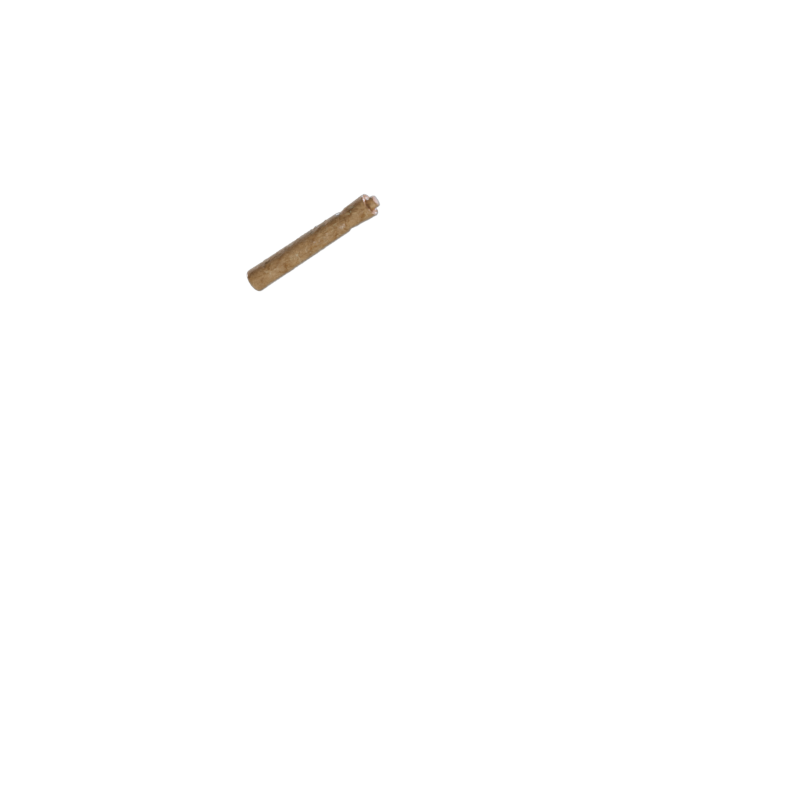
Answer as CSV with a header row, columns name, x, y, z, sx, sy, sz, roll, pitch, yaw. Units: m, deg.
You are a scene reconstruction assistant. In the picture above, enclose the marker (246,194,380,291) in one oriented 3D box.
name,x,y,z,sx,sy,sz,roll,pitch,yaw
marker,-0.065,-0.119,0.836,0.120,0.020,0.019,-30,-9,24
